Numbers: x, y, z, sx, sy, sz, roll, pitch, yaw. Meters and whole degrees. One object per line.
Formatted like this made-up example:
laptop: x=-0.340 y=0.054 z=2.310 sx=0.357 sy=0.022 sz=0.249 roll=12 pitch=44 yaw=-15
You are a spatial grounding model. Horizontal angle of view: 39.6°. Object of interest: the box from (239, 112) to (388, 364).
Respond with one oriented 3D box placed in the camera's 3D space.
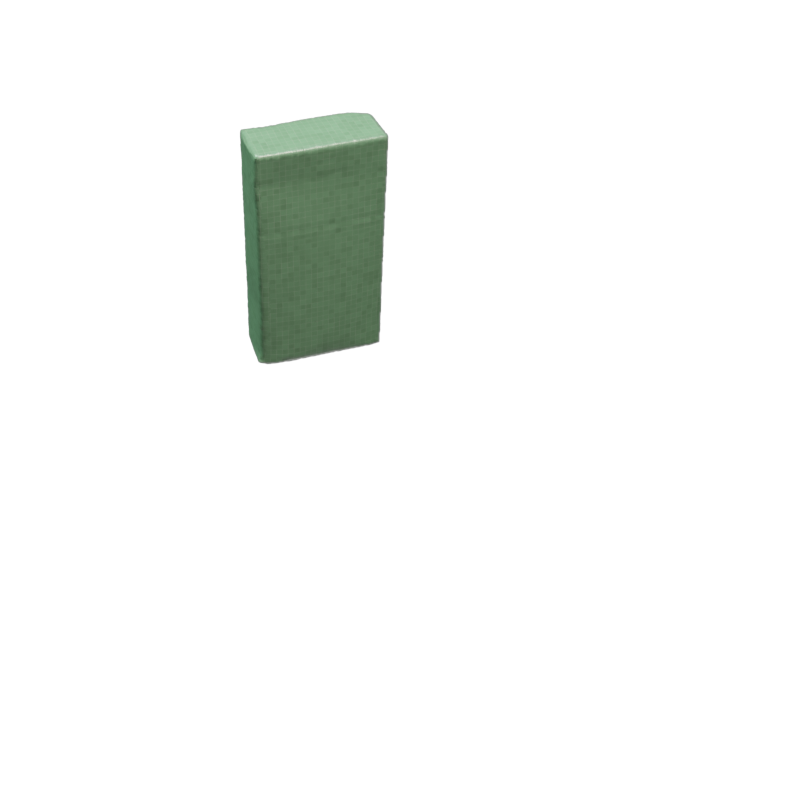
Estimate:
box: x=-0.060 y=-0.110 z=0.768 sx=0.092 sy=0.165 sz=0.052 roll=-10 pitch=38 yaw=-17
